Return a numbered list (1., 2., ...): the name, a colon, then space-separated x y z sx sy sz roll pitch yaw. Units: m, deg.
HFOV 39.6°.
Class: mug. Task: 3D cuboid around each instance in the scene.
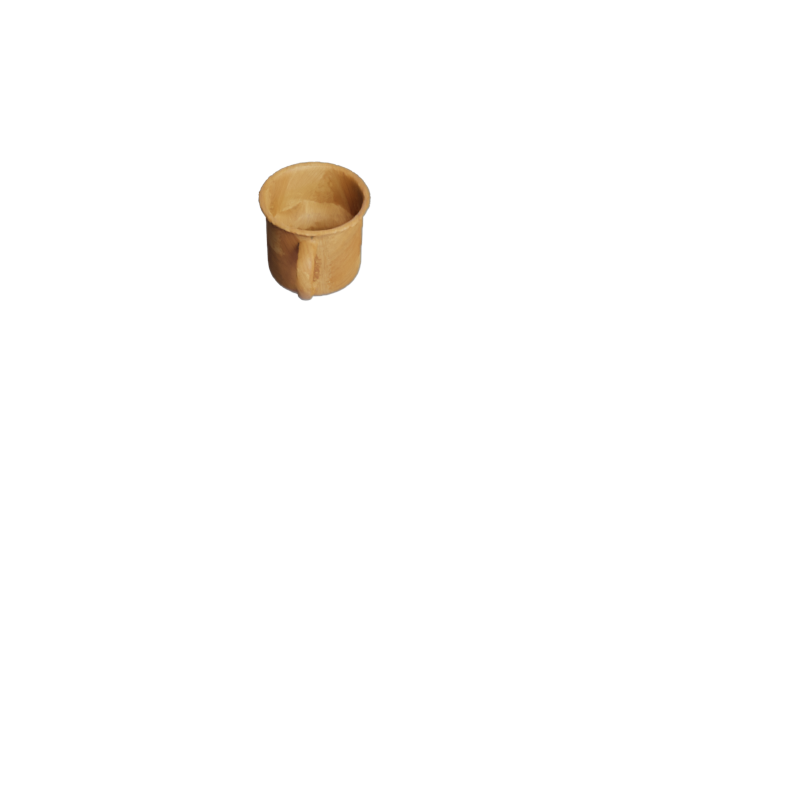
1. mug: -0.073 -0.133 0.934 0.093 0.125 0.076 2 -43 1
